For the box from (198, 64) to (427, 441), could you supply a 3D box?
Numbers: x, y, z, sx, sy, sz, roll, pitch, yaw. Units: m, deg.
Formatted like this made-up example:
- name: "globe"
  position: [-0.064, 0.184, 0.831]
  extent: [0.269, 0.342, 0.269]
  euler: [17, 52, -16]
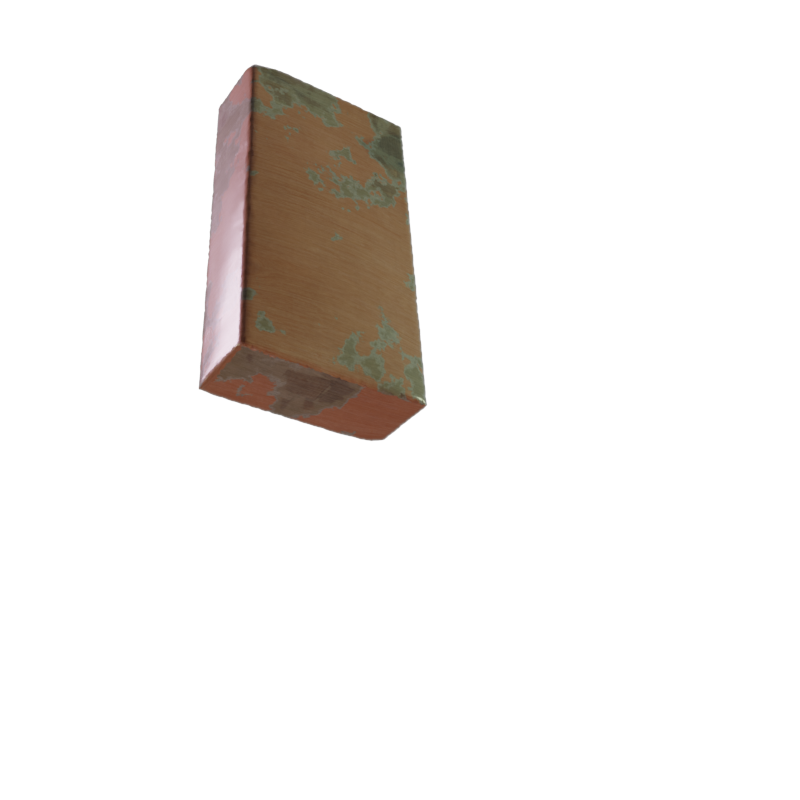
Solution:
- name: "box"
  position: [-0.041, -0.075, 0.521]
  extent: [0.089, 0.189, 0.047]
  euler: [18, -41, -26]
